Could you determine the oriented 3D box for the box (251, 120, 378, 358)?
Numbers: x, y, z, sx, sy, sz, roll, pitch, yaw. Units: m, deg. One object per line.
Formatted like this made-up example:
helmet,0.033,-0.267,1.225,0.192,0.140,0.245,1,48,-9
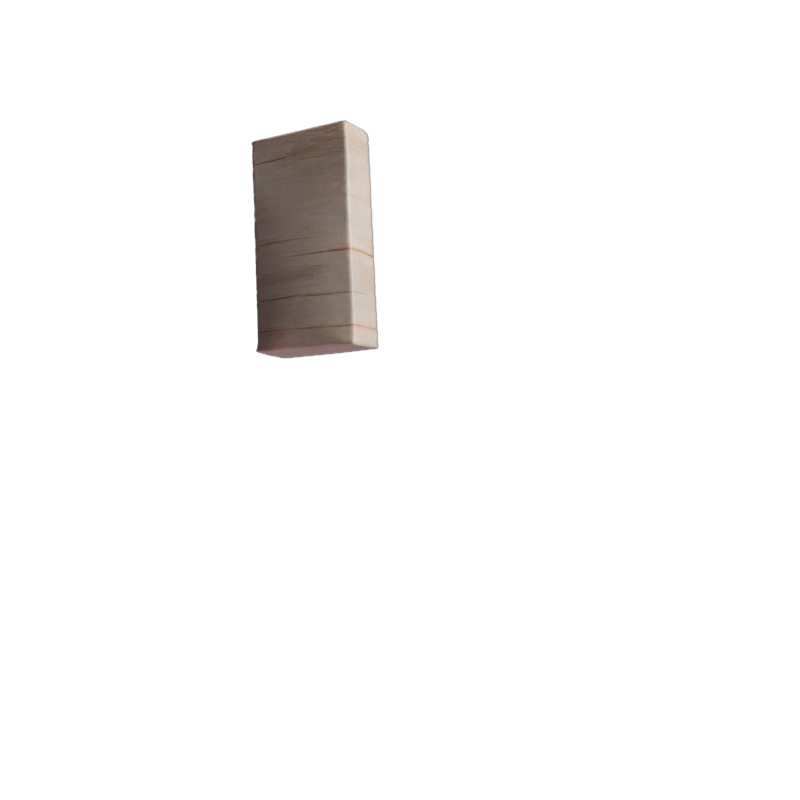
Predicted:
box,-0.068,-0.125,0.878,0.096,0.182,0.045,-8,-15,30
